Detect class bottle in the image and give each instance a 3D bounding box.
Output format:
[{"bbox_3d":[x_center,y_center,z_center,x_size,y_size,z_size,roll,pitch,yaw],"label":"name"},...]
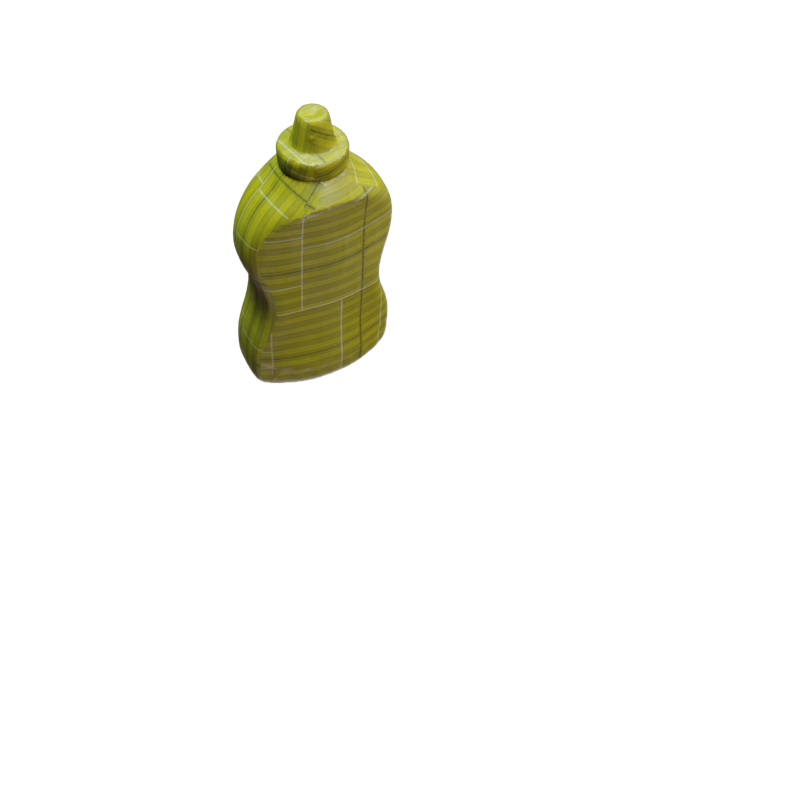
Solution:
[{"bbox_3d":[-0.052,-0.095,0.664,0.095,0.063,0.179,-18,-38,-19],"label":"bottle"}]
